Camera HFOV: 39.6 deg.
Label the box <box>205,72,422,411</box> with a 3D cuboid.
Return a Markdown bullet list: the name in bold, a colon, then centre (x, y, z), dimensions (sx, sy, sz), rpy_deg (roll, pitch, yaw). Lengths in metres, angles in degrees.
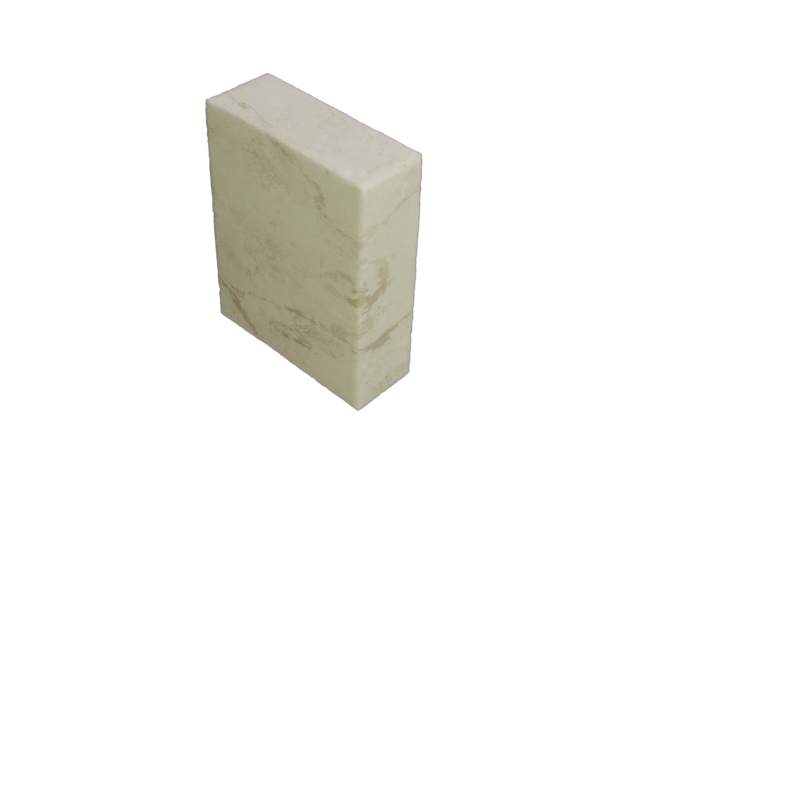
- **box**: centre (-0.067, -0.121, 0.849), dimensions (0.072, 0.199, 0.175), rpy_deg (-32, 52, -33)
